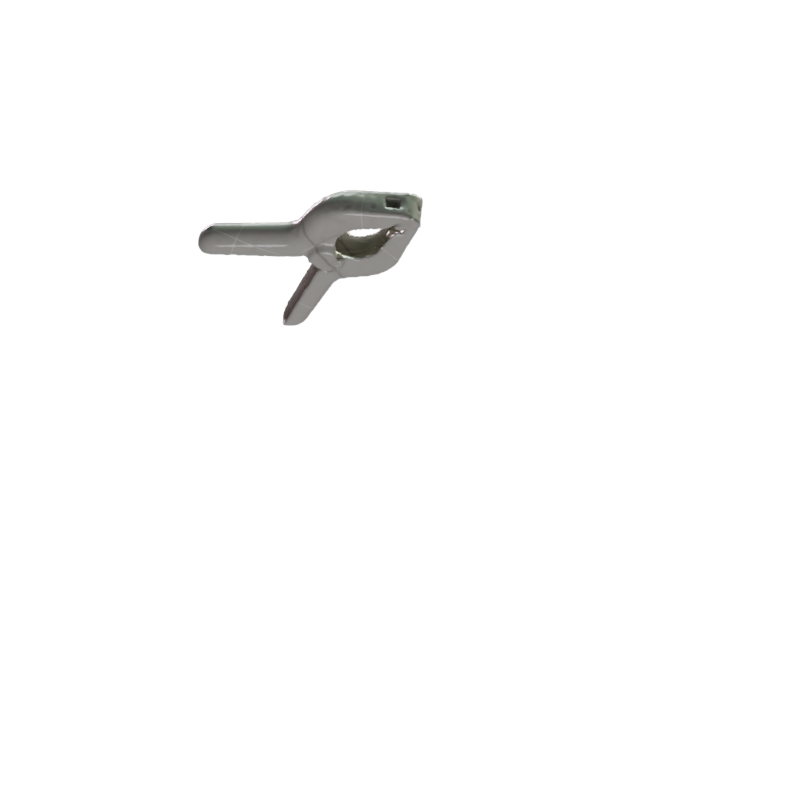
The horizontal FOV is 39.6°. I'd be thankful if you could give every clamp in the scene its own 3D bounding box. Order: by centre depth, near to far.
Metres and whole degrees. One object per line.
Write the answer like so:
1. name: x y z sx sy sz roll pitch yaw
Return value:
1. clamp: -0.065 -0.119 0.835 0.171 0.042 0.112 -28 -43 34
